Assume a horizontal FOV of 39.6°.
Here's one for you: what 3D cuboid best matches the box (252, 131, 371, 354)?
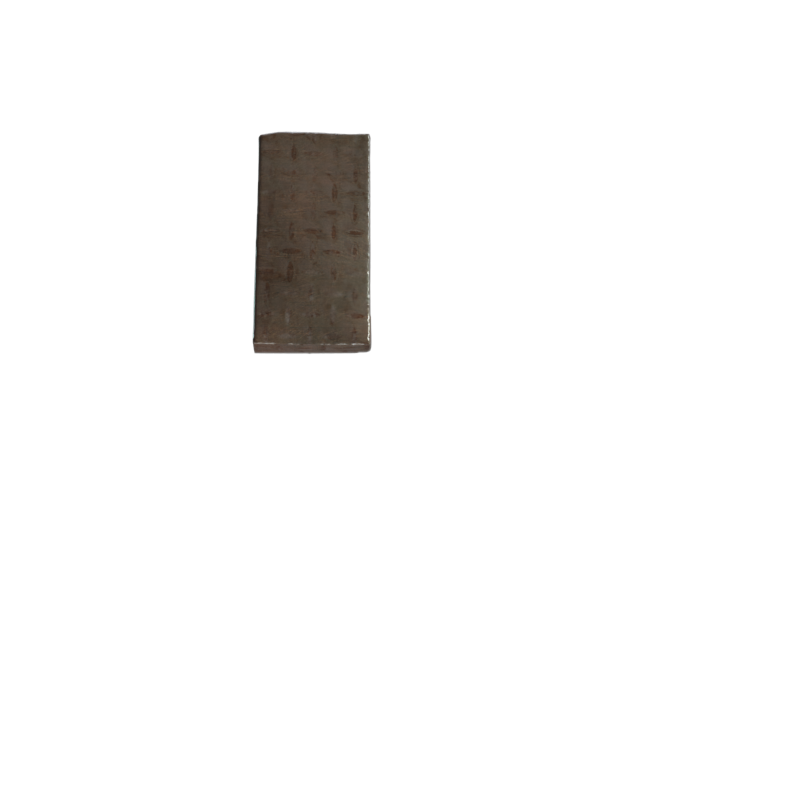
[{"bbox_3d":[-0.069,-0.126,0.884,0.093,0.183,0.046,0,-15,-2],"label":"box"}]
